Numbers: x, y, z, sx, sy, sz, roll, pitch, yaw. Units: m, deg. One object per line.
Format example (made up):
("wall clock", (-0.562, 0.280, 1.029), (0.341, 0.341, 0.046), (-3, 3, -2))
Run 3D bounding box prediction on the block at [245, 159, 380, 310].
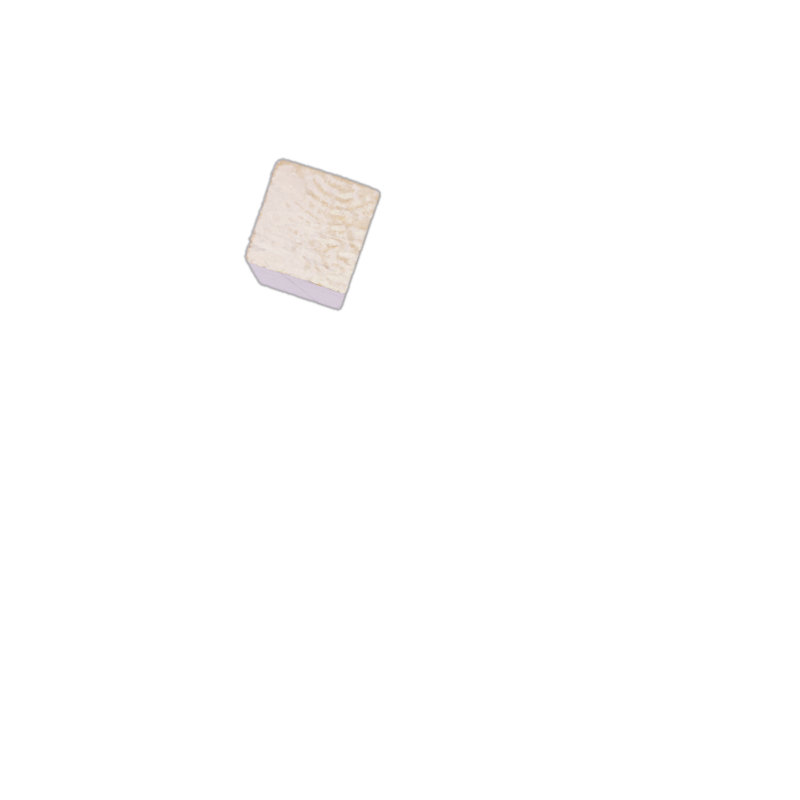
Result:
("block", (-0.078, -0.142, 0.991), (0.090, 0.091, 0.205), (18, -1, -4))
